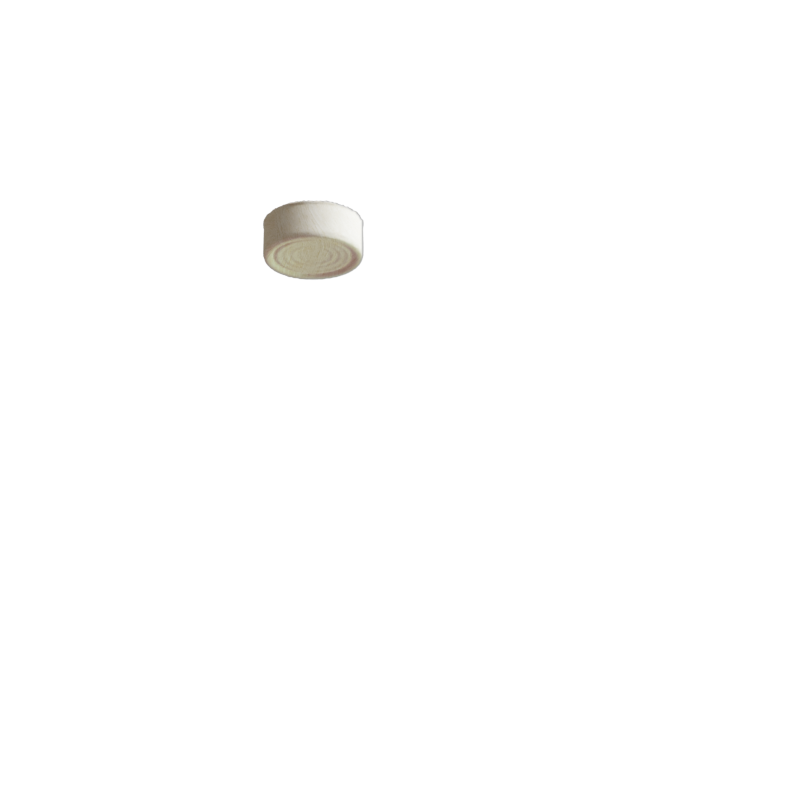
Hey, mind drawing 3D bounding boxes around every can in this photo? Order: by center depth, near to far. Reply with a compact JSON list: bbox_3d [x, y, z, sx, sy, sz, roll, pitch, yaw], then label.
[{"bbox_3d":[-0.073,-0.134,0.937,0.086,0.035,0.082,0,-21,-2],"label":"can"}]
